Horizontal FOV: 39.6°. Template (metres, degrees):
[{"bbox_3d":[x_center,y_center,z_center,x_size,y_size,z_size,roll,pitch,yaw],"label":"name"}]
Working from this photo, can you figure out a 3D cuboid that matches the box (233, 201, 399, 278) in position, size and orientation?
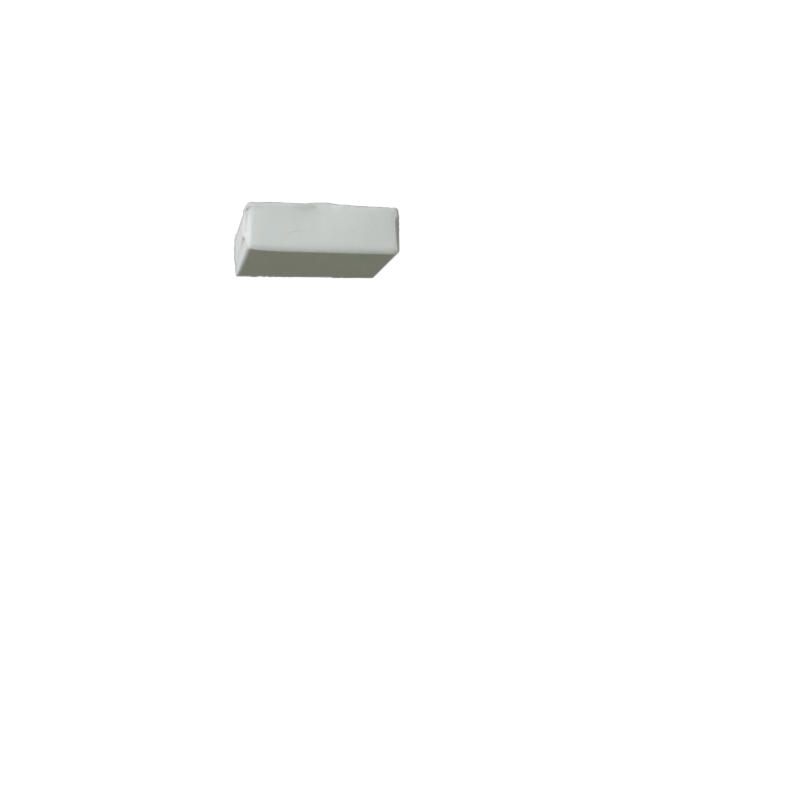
[{"bbox_3d":[-0.051,-0.093,0.651,0.088,0.031,0.072,1,-7,-10],"label":"box"}]
